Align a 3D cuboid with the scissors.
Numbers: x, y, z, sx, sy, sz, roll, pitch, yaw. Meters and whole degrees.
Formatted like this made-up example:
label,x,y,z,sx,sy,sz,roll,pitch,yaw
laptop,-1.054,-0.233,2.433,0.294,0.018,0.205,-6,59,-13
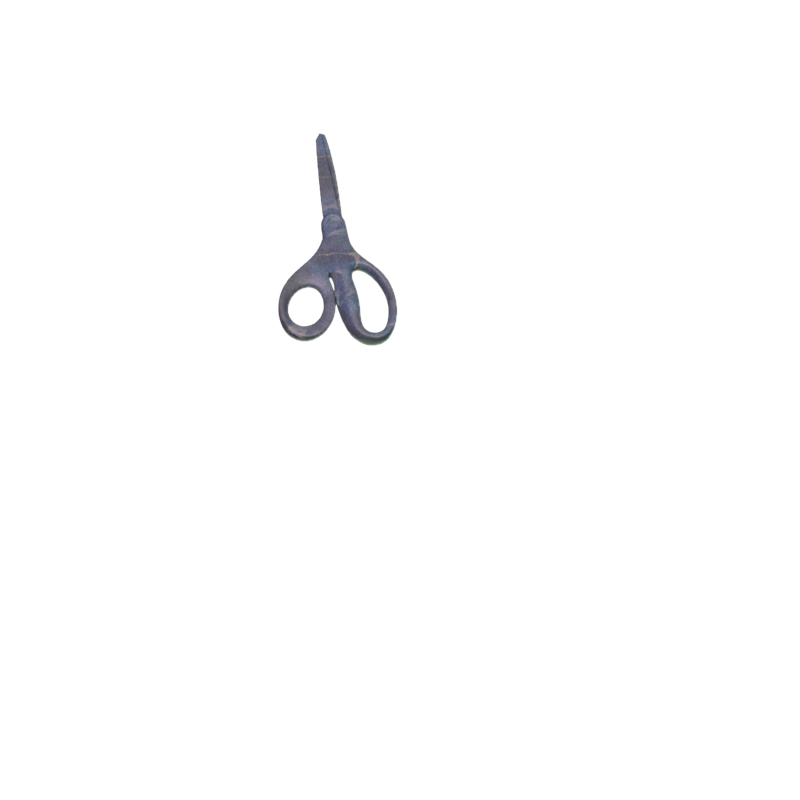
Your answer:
label,x,y,z,sx,sy,sz,roll,pitch,yaw
scissors,-0.067,-0.122,0.858,0.095,0.217,0.015,-19,-31,-12
